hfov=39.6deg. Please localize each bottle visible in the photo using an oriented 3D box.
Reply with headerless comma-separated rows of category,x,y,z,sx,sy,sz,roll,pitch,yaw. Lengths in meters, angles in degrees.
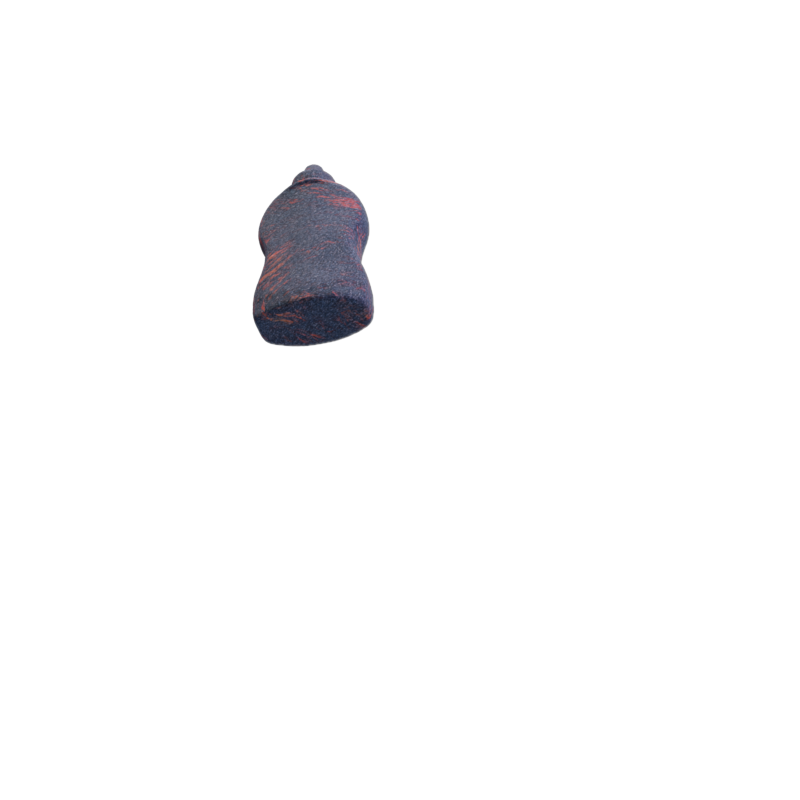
bottle,-0.074,-0.136,0.953,0.097,0.206,0.054,-13,-43,10
